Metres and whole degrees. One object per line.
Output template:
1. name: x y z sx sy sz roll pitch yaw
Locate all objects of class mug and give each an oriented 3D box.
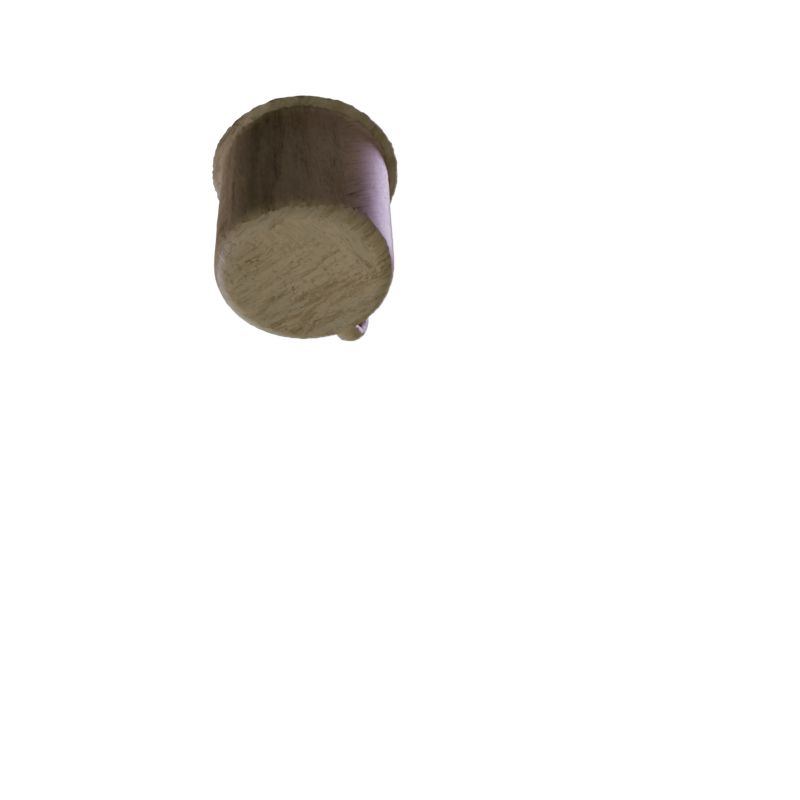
1. mug: -0.042 -0.076 0.531 0.094 0.108 0.087 -15 41 11
